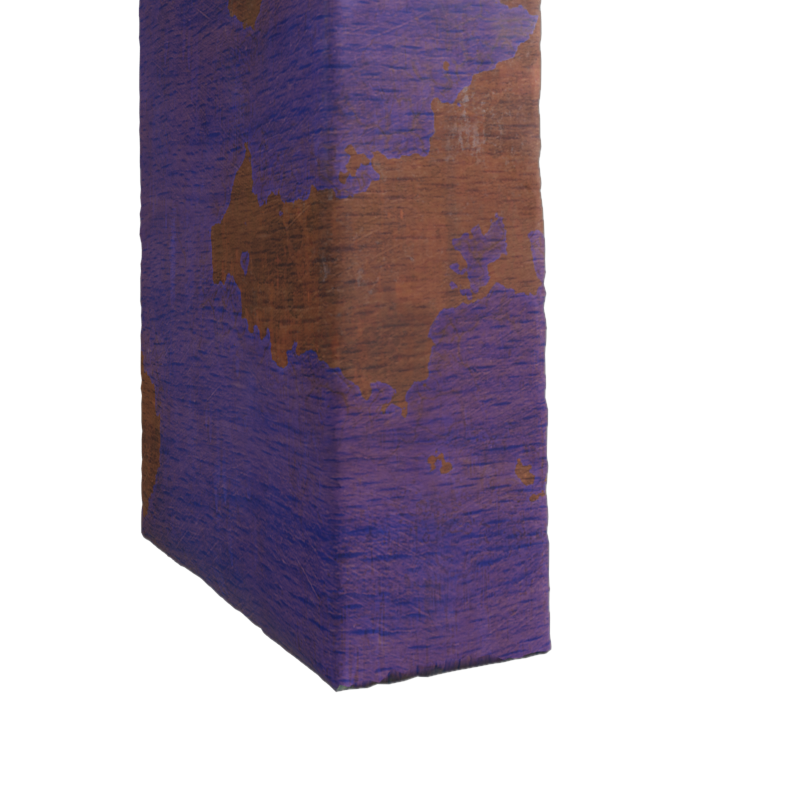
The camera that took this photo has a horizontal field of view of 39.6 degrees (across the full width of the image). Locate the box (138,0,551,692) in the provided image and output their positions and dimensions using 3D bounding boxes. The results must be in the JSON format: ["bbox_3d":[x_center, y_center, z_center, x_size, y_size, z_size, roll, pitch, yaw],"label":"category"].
[{"bbox_3d":[-0.027,-0.049,0.341,0.070,0.214,0.170,0,1,-28],"label":"box"}]
